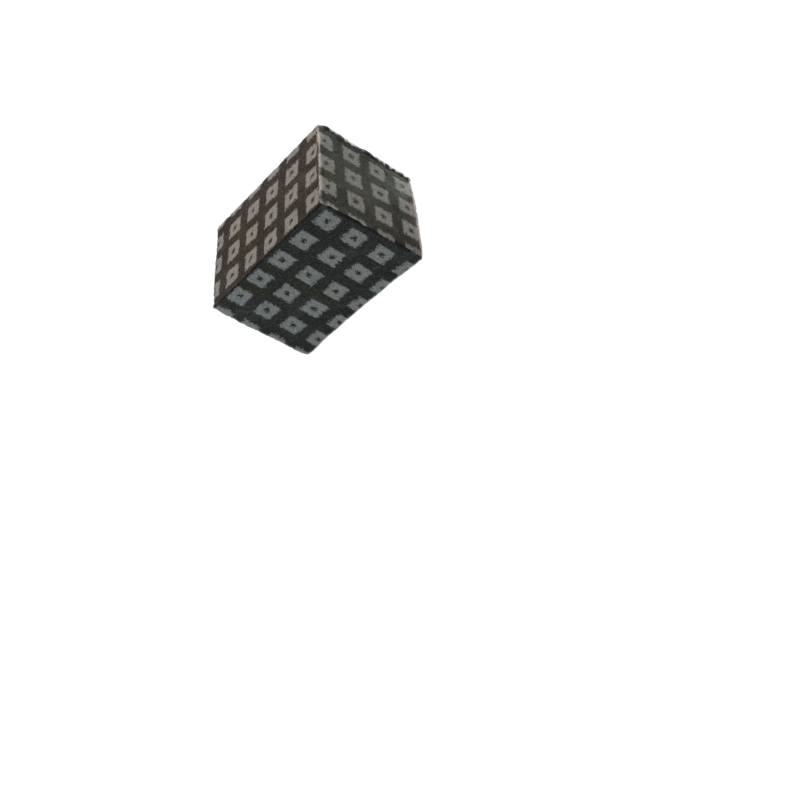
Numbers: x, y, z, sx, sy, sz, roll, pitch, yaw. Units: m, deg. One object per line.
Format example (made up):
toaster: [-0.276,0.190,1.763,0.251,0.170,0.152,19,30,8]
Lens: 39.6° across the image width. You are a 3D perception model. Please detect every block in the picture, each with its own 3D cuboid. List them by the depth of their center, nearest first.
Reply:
block: [-0.037,-0.067,0.470,0.050,0.055,0.077,29,-49,-30]
